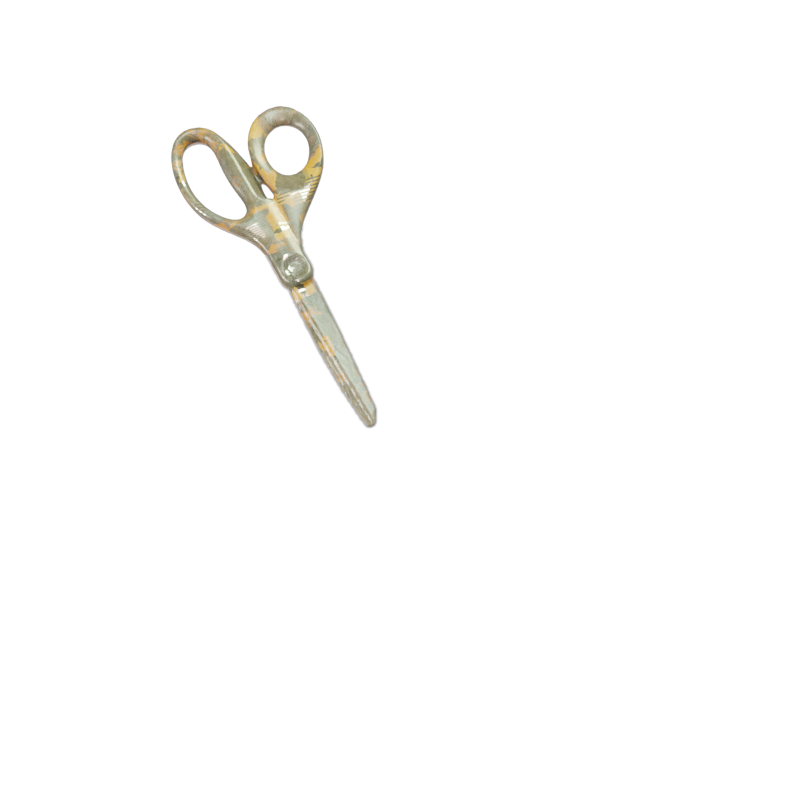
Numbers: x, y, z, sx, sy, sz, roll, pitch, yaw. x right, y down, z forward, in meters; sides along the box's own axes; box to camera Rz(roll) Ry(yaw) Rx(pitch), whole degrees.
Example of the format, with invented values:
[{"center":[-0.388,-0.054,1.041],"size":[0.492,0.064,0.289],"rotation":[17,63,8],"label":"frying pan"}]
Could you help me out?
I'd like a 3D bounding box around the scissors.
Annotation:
[{"center":[-0.049,-0.090,0.627],"size":[0.097,0.210,0.015],"rotation":[-39,-16,-14],"label":"scissors"}]
